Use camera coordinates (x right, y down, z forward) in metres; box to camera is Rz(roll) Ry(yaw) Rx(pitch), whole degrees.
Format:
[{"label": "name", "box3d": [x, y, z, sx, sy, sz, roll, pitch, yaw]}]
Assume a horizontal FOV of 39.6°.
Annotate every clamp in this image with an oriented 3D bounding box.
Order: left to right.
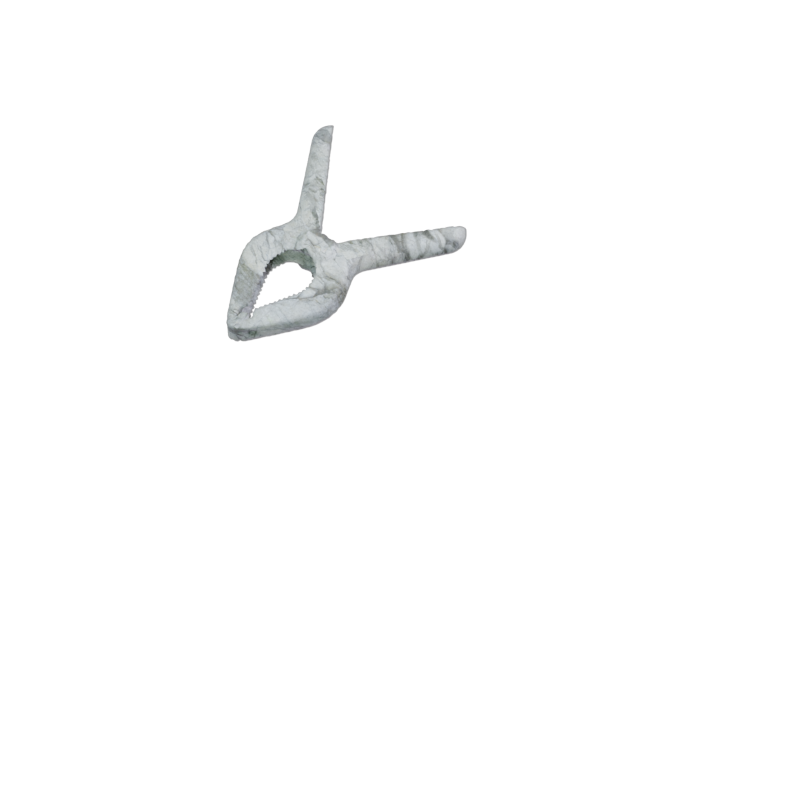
[{"label": "clamp", "box3d": [-0.072, -0.132, 0.925, 0.211, 0.174, 0.034, -38, -22, -18]}]
